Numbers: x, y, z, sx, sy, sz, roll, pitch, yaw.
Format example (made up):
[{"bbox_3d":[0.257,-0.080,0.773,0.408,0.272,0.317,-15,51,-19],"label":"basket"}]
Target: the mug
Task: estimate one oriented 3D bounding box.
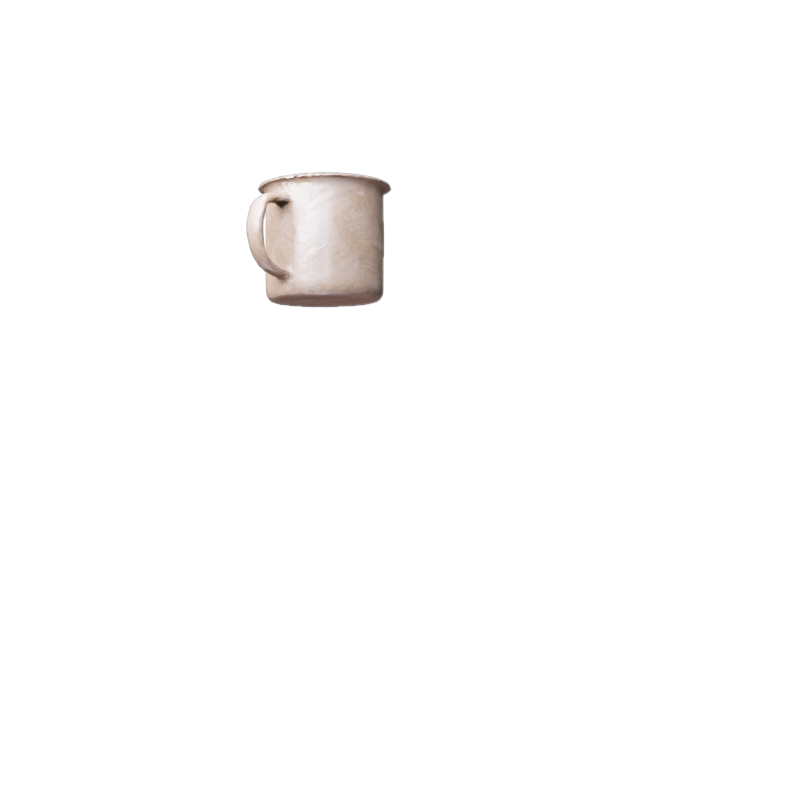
[{"bbox_3d":[-0.060,-0.109,0.761,0.096,0.083,0.112,-4,-6,38],"label":"mug"}]
